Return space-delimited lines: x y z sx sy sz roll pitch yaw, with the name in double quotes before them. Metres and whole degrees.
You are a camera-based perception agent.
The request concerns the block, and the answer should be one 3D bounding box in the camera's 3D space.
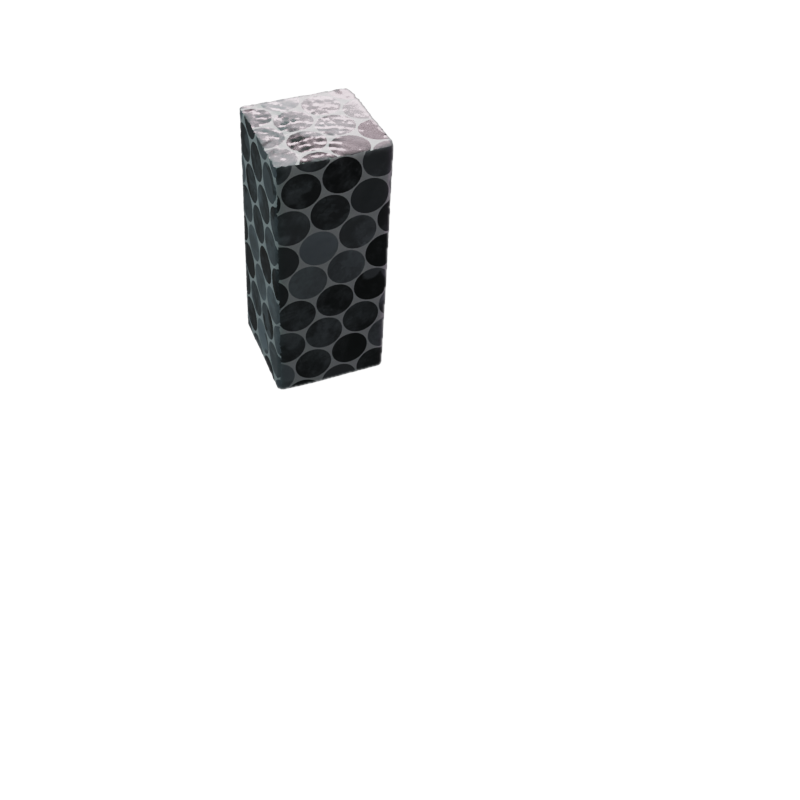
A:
"block" -0.066 -0.121 0.849 0.089 0.192 0.098 -12 42 -18
